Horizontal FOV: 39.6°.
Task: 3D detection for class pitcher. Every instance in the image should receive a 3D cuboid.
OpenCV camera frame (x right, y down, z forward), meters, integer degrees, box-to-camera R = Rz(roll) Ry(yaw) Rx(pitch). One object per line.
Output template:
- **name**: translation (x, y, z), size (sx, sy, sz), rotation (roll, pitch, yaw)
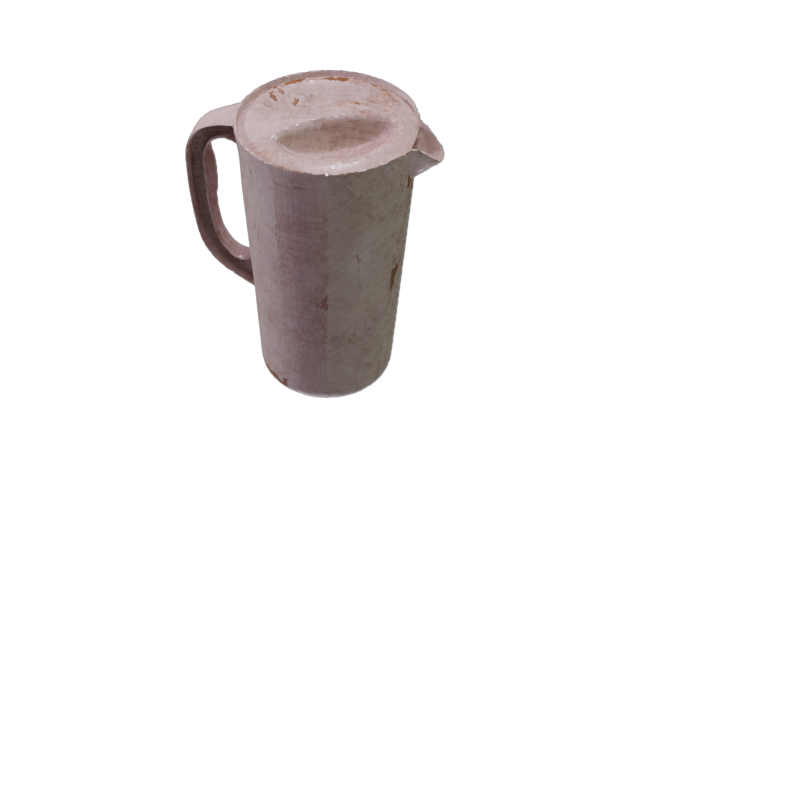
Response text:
- **pitcher**: translation (-0.067, -0.121, 0.850), size (0.144, 0.226, 0.161), rotation (-24, 49, -26)
